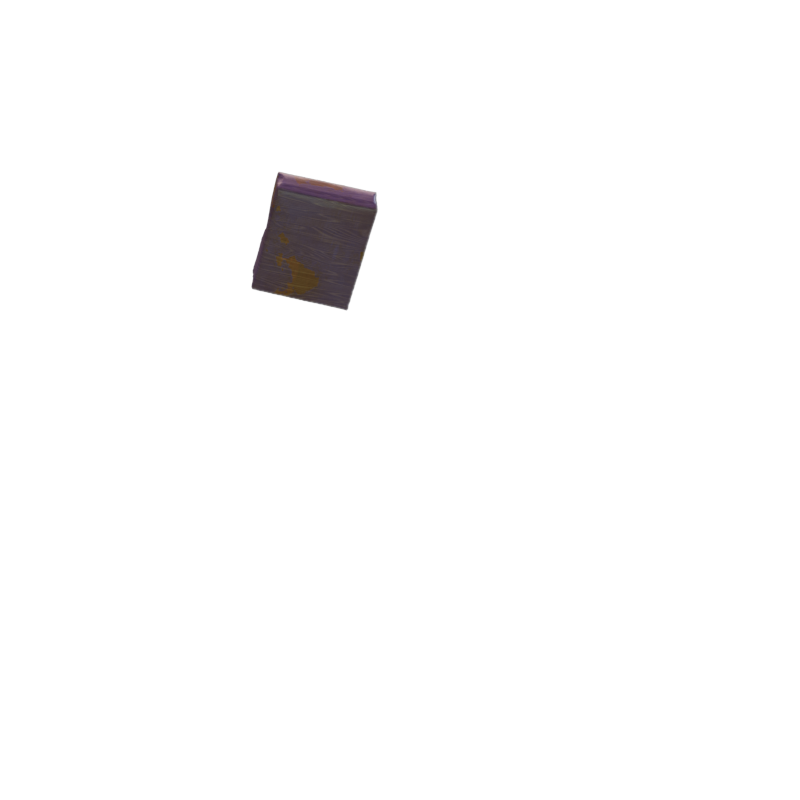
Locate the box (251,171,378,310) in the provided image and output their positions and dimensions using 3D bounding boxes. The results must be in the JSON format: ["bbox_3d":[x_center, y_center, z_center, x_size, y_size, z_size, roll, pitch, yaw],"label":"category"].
[{"bbox_3d":[-0.062,-0.114,0.797,0.072,0.085,0.032,12,31,-8],"label":"box"}]
